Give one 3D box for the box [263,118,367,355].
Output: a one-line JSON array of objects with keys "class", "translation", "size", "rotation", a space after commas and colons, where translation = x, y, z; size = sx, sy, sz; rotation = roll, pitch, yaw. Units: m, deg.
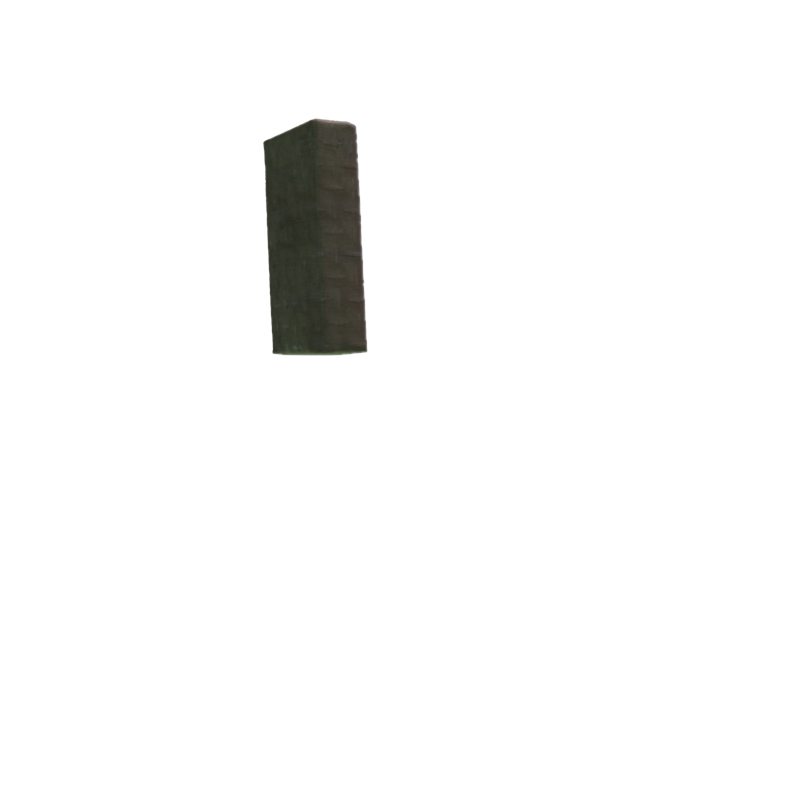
[{"class": "box", "translation": [-0.067, -0.123, 0.864], "size": [0.046, 0.179, 0.095], "rotation": [3, -6, -30]}]
